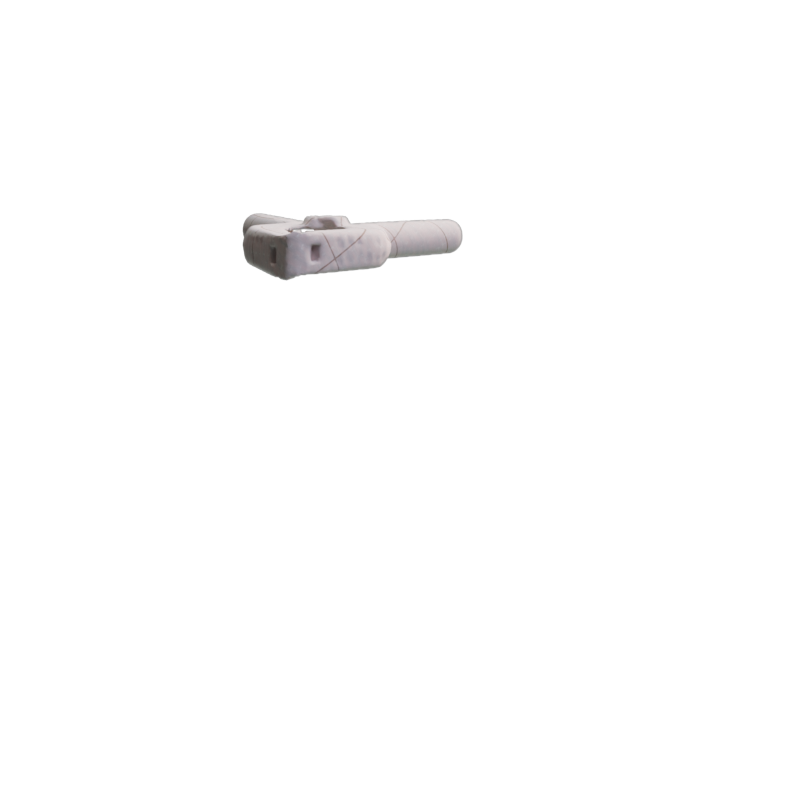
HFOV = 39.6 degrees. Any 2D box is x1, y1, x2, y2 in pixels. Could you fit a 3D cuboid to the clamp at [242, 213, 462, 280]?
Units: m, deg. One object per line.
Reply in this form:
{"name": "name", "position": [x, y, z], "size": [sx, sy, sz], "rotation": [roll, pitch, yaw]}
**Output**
{"name": "clamp", "position": [-0.058, -0.107, 0.747], "size": [0.169, 0.036, 0.209], "rotation": [4, 13, 16]}
